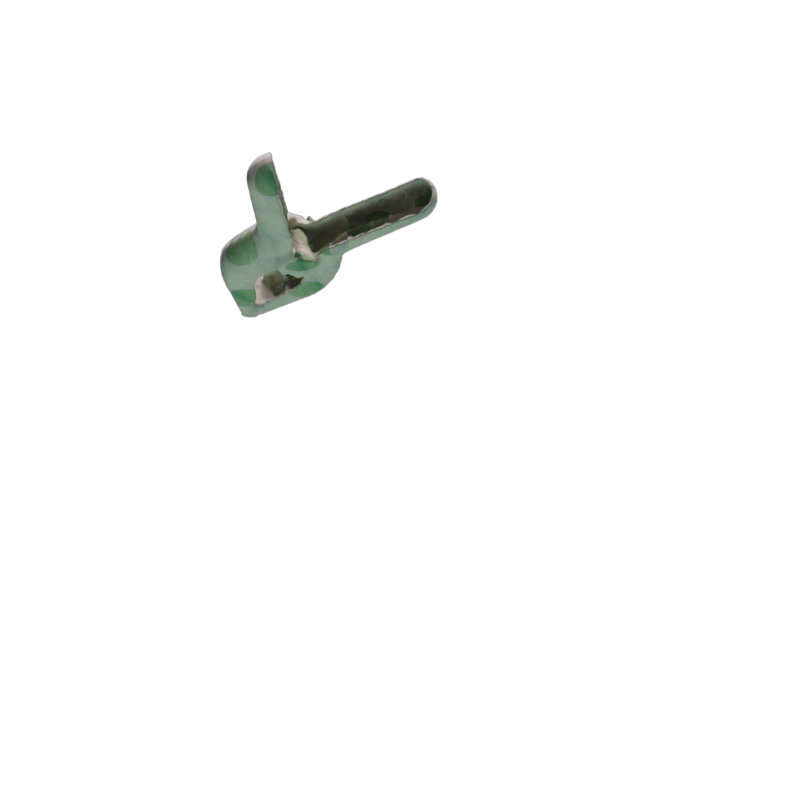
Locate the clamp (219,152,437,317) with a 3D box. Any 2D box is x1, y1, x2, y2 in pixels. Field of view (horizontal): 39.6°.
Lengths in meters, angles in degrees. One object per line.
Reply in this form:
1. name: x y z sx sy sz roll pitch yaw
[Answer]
1. clamp: -0.055 -0.100 0.702 0.117 0.041 0.167 7 -23 -18
